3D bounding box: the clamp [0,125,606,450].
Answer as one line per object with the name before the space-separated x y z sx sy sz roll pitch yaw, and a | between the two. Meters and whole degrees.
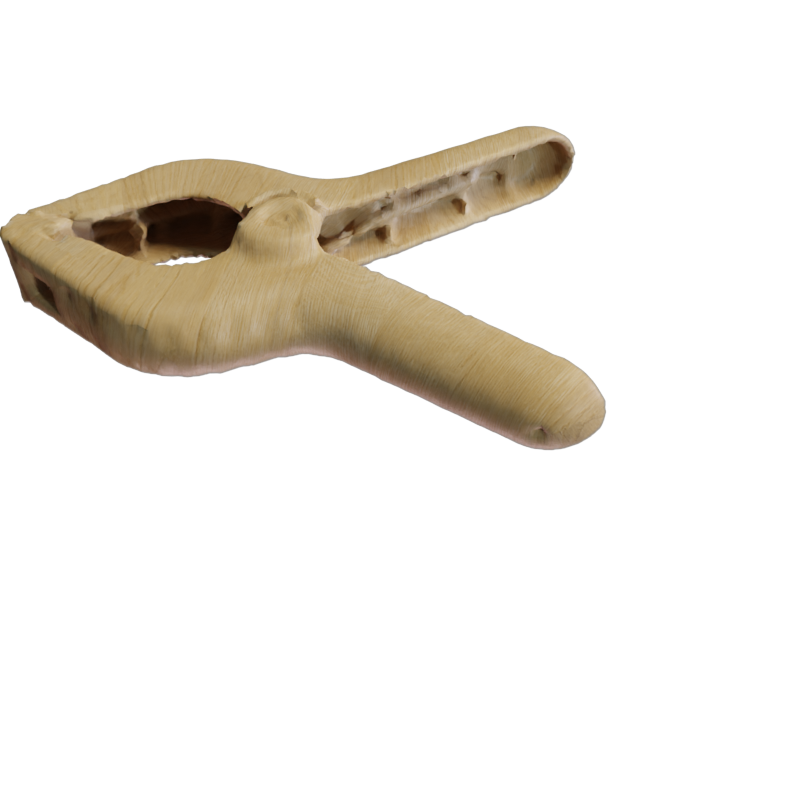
clamp | -0.025 -0.046 0.322 0.175 0.037 0.126 9 40 11
